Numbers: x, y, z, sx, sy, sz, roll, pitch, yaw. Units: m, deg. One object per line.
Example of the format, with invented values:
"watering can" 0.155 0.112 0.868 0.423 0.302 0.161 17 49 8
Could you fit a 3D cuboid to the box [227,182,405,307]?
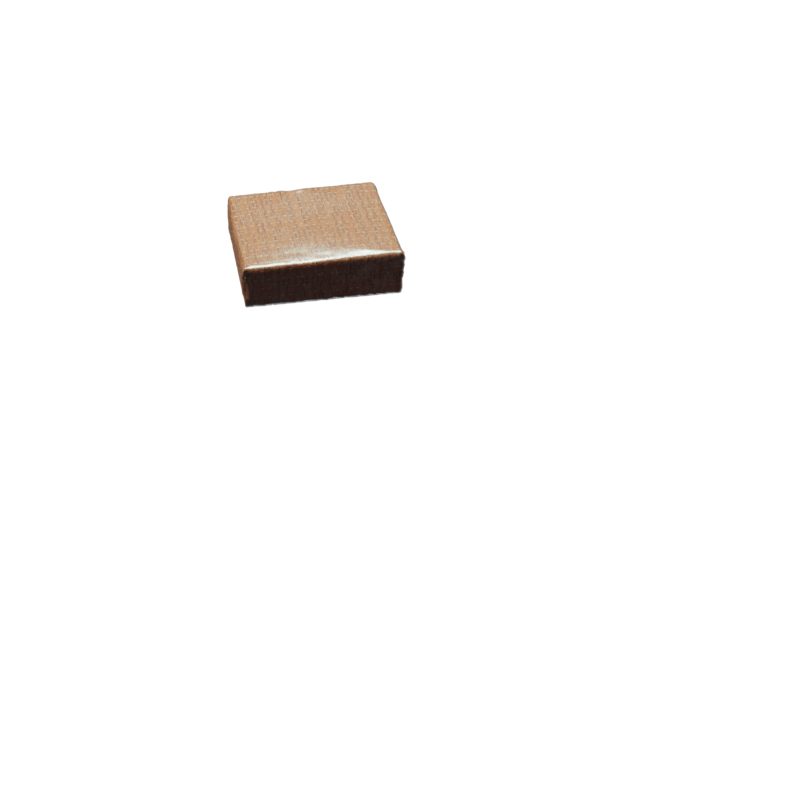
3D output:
"box" -0.048 -0.088 0.620 0.088 0.028 0.079 -7 41 -9
